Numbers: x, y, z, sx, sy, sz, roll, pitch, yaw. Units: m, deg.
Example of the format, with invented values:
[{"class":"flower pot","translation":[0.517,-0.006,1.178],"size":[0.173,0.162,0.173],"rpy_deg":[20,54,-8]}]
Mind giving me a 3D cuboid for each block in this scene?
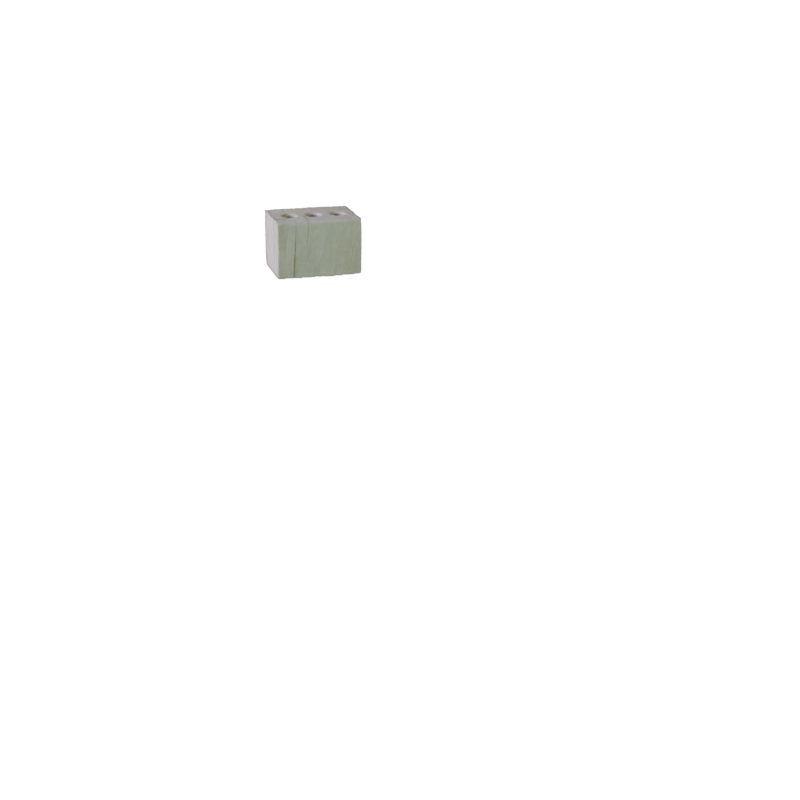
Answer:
[{"class":"block","translation":[-0.077,-0.140,0.982],"size":[0.077,0.049,0.056],"rpy_deg":[-5,19,-15]}]
